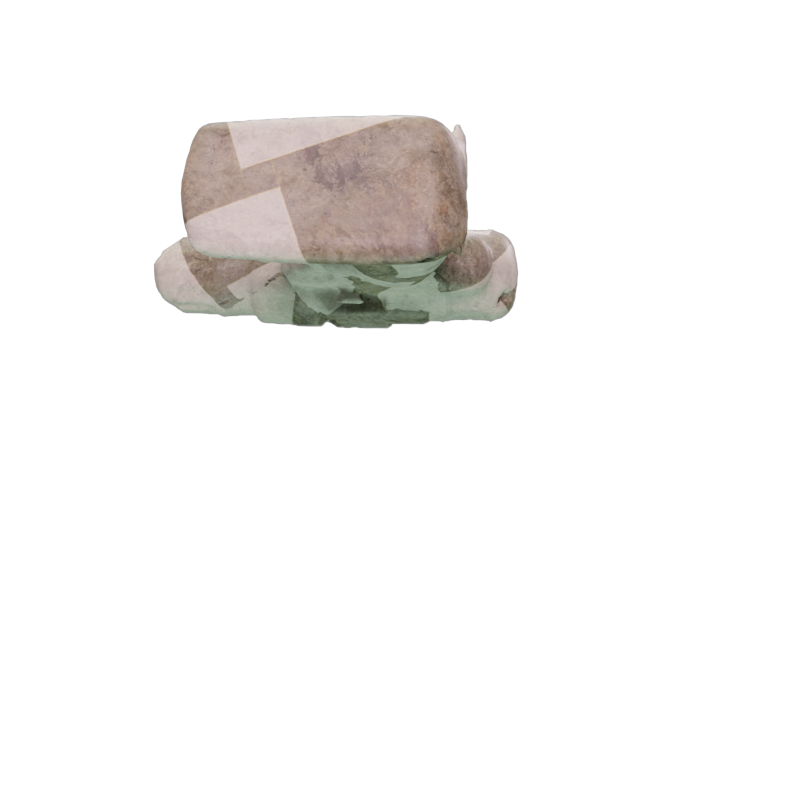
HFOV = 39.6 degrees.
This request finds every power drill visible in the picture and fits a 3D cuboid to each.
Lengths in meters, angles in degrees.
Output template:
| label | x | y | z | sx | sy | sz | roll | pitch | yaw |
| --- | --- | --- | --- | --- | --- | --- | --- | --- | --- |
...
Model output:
| label | x | y | z | sx | sy | sz | roll | pitch | yaw |
| --- | --- | --- | --- | --- | --- | --- | --- | --- | --- |
| power drill | -0.039 | -0.071 | 0.495 | 0.186 | 0.059 | 0.182 | -1 | -5 | 6 |
